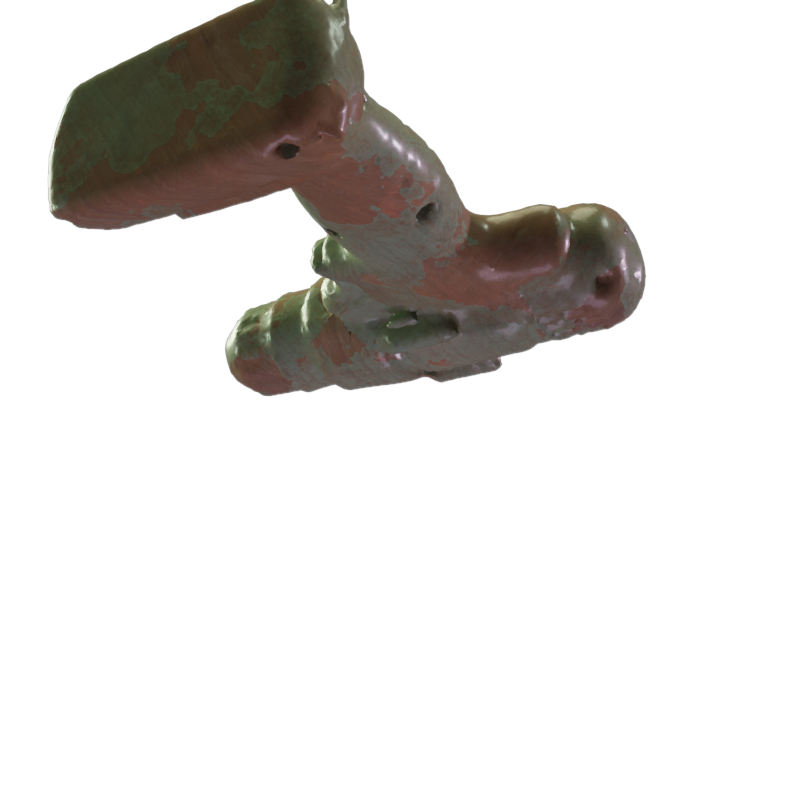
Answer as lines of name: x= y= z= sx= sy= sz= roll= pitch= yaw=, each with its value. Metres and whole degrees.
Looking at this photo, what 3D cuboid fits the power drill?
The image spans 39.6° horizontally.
power drill: x=-0.031 y=-0.056 z=0.395 sx=0.187 sy=0.061 sz=0.175 roll=-15 pitch=-26 yaw=31
